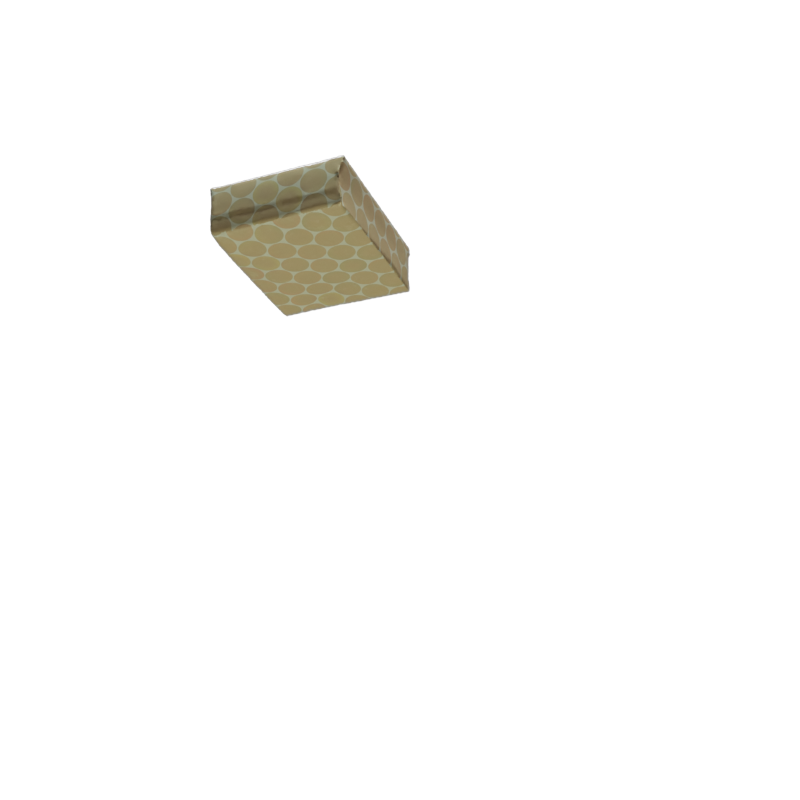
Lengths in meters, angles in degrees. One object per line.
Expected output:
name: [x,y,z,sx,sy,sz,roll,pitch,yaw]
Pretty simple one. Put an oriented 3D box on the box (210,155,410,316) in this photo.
box: [-0.054,-0.098,0.689,0.091,0.041,0.105,-11,-28,20]
